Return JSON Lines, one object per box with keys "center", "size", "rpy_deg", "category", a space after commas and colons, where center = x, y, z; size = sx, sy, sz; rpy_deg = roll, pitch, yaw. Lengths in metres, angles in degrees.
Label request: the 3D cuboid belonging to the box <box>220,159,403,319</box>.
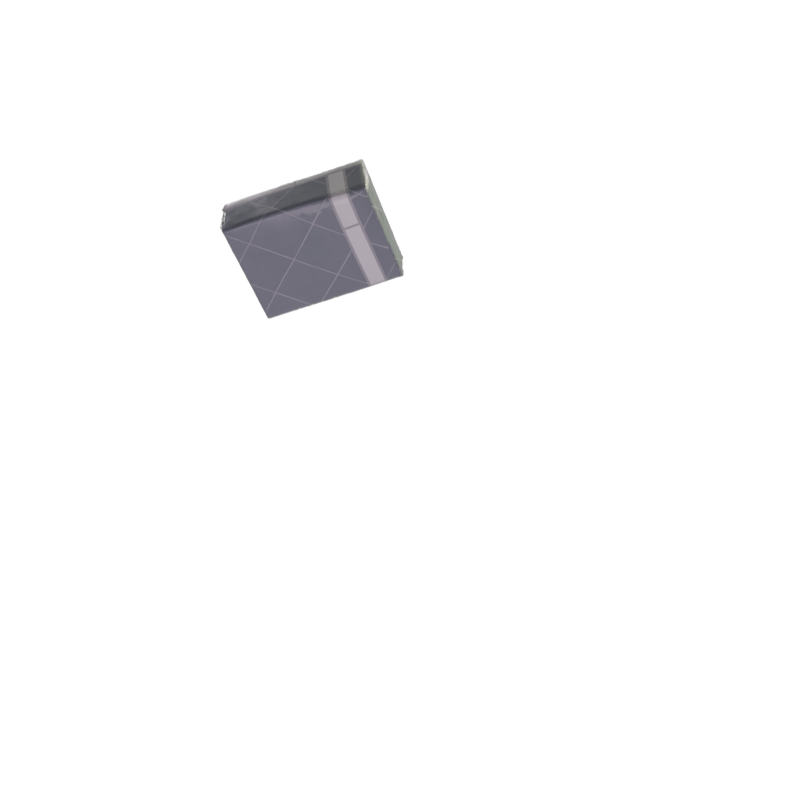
{"center": [-0.064, -0.117, 0.819], "size": [0.114, 0.083, 0.042], "rpy_deg": [-15, 39, 12], "category": "box"}
